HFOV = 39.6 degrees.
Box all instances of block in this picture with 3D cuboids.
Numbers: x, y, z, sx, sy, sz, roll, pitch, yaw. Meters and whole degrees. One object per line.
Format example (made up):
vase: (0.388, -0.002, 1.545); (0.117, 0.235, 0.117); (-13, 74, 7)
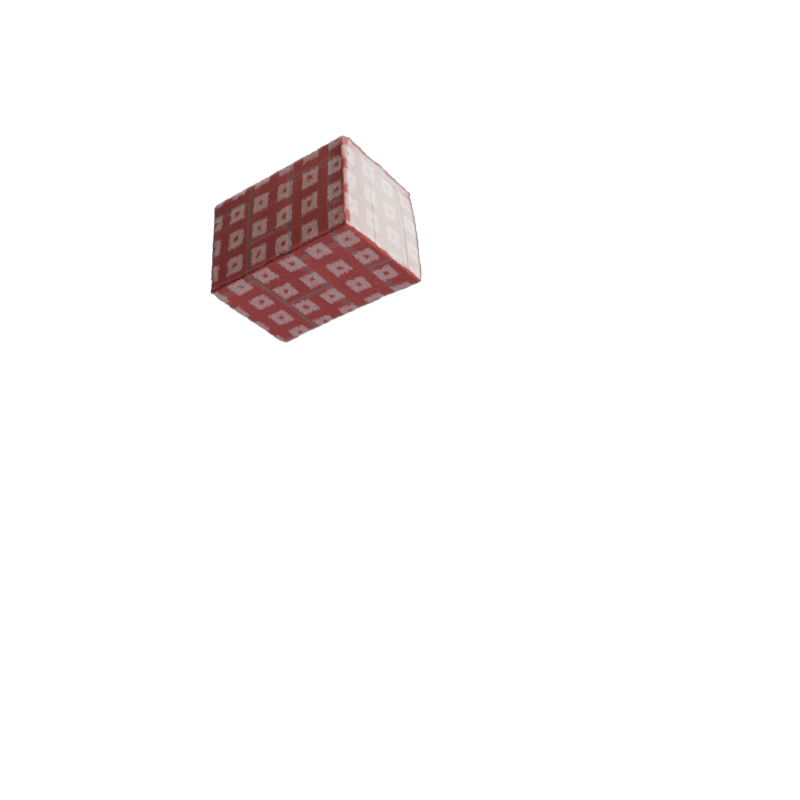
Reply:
block: (-0.038, -0.070, 0.488); (0.078, 0.055, 0.049); (-22, -39, 29)
